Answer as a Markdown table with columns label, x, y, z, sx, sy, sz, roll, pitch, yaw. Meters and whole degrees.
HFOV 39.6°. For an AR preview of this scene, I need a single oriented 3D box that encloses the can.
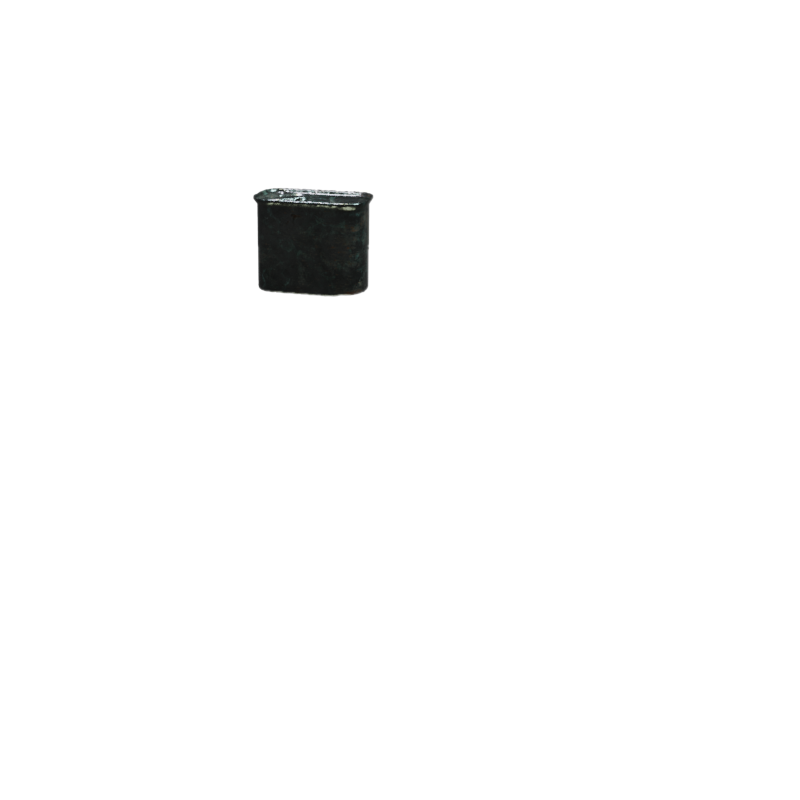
| label | x | y | z | sx | sy | sz | roll | pitch | yaw |
| --- | --- | --- | --- | --- | --- | --- | --- | --- | --- |
| can | -0.076 | -0.139 | 0.973 | 0.104 | 0.081 | 0.058 | 5 | 17 | 14 |
